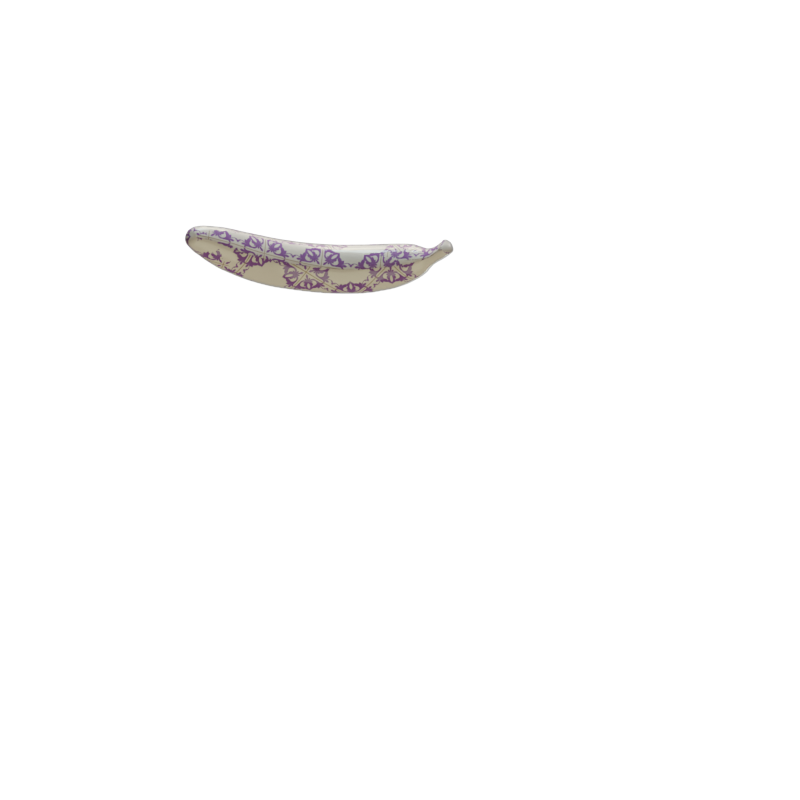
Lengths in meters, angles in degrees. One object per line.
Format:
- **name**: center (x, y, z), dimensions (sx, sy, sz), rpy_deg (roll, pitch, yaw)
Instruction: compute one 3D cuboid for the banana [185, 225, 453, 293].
- **banana**: center (-0.063, -0.109, 0.845), dimensions (0.197, 0.039, 0.065), rpy_deg (1, -34, -2)
